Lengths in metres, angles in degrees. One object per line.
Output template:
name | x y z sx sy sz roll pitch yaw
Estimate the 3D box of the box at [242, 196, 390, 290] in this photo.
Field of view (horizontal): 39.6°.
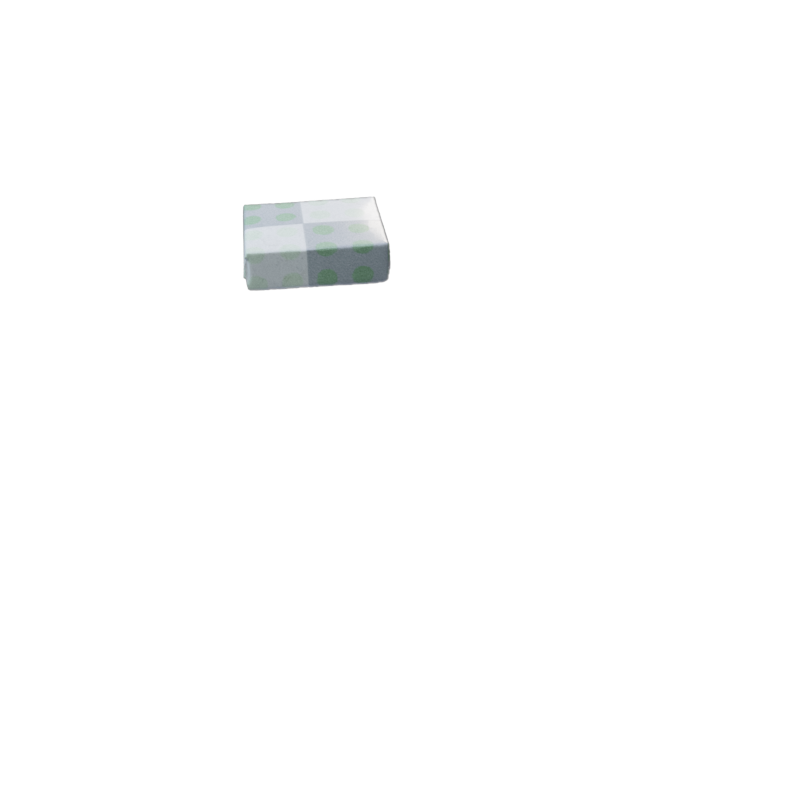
box | -0.069 -0.126 0.884 0.113 0.037 0.096 -3 33 -5
